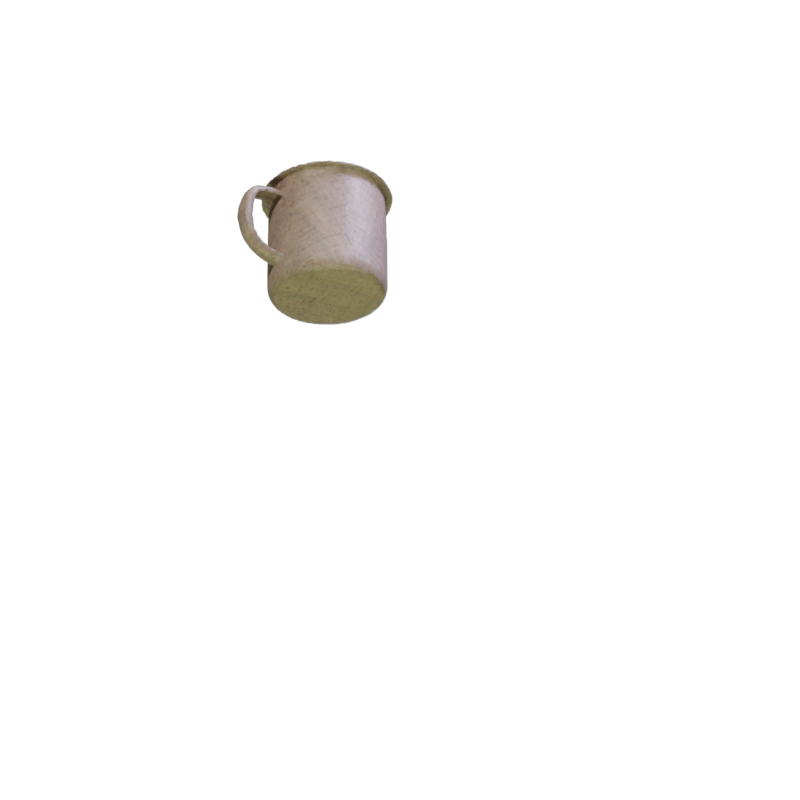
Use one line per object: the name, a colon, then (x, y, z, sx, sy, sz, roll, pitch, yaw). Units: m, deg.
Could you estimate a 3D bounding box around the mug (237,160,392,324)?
mug: (-0.059, -0.108, 0.759, 0.111, 0.087, 0.092, 21, -37, -34)
